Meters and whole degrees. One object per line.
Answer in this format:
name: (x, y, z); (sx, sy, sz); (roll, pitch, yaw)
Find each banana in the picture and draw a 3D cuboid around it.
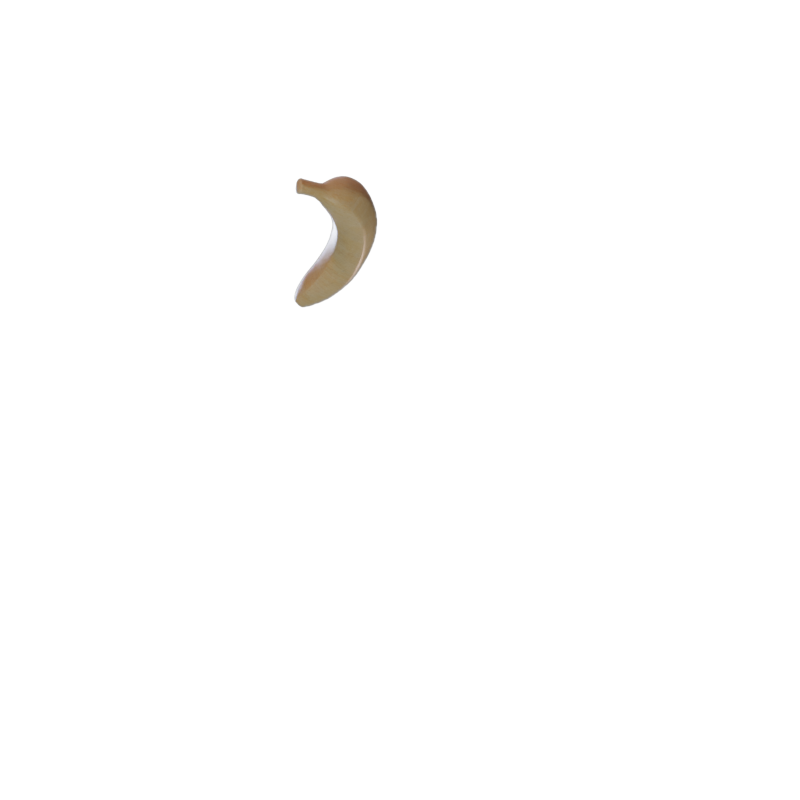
banana: (-0.056, -0.138, 0.952); (0.069, 0.039, 0.186); (2, -27, -4)
